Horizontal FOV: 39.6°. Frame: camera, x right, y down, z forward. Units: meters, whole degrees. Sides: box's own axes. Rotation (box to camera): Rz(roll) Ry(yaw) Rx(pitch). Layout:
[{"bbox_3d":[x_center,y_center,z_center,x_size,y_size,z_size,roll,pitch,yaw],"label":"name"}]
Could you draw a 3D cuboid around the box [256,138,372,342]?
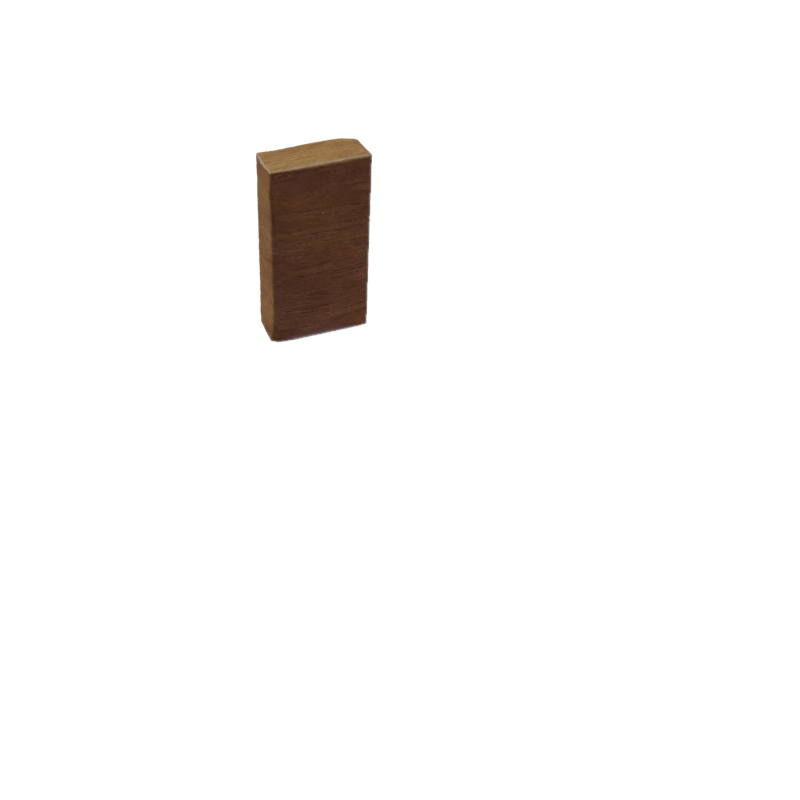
[{"bbox_3d":[-0.076,-0.138,0.967,0.092,0.165,0.052,-11,35,-20],"label":"box"}]
